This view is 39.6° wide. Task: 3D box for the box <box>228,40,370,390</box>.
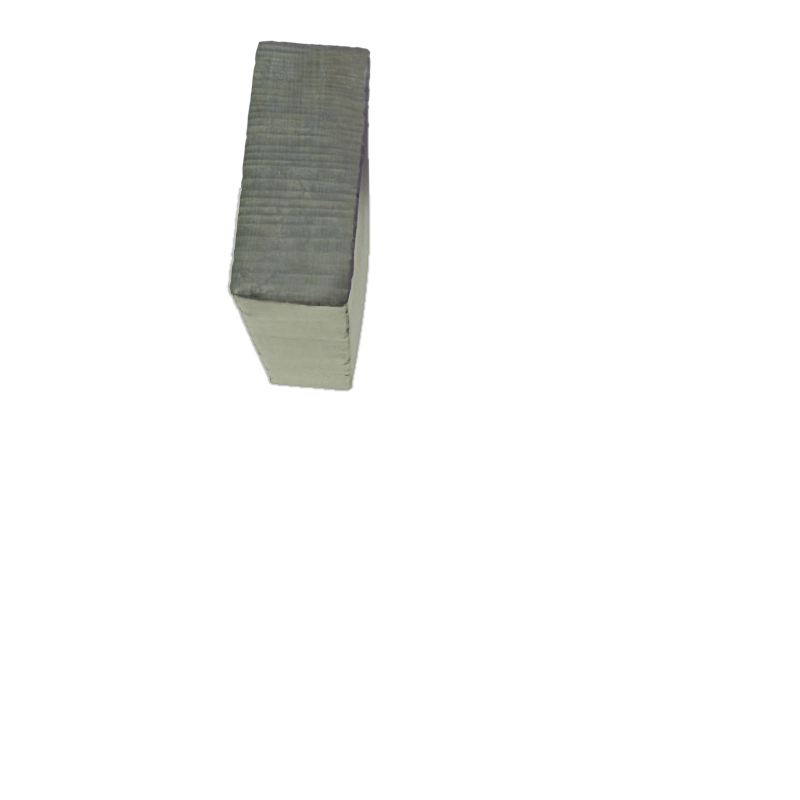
[{"bbox_3d":[-0.035,-0.064,0.447,0.048,0.096,0.171,5,-10,-3],"label":"box"}]
